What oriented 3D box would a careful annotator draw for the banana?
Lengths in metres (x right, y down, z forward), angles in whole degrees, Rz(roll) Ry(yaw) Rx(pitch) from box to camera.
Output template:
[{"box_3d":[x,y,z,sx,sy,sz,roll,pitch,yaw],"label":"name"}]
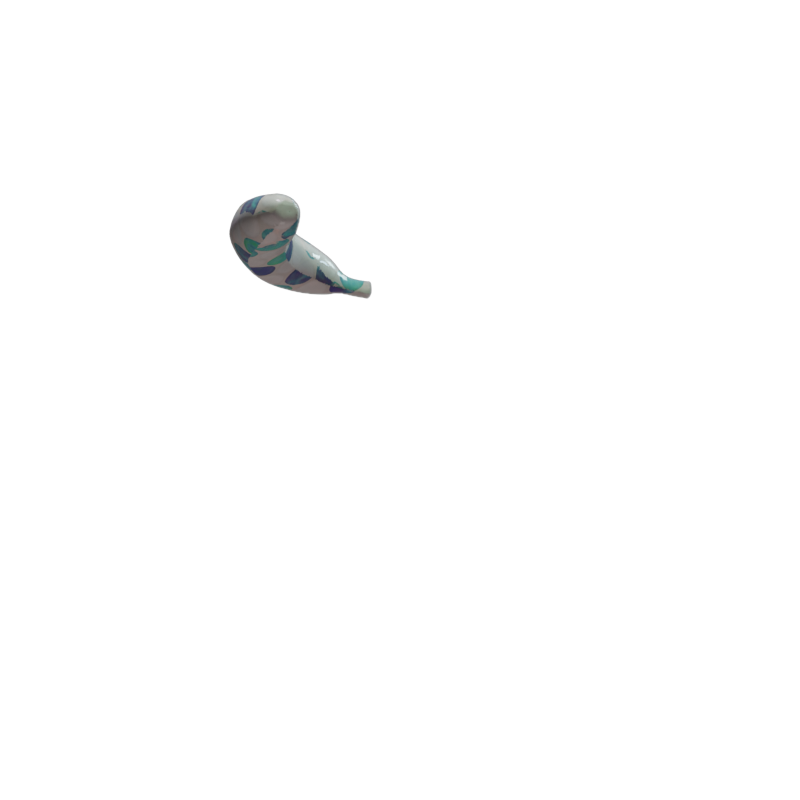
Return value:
[{"box_3d":[-0.072,-0.099,0.707,0.071,0.038,0.189,-2,-7,13],"label":"banana"}]
